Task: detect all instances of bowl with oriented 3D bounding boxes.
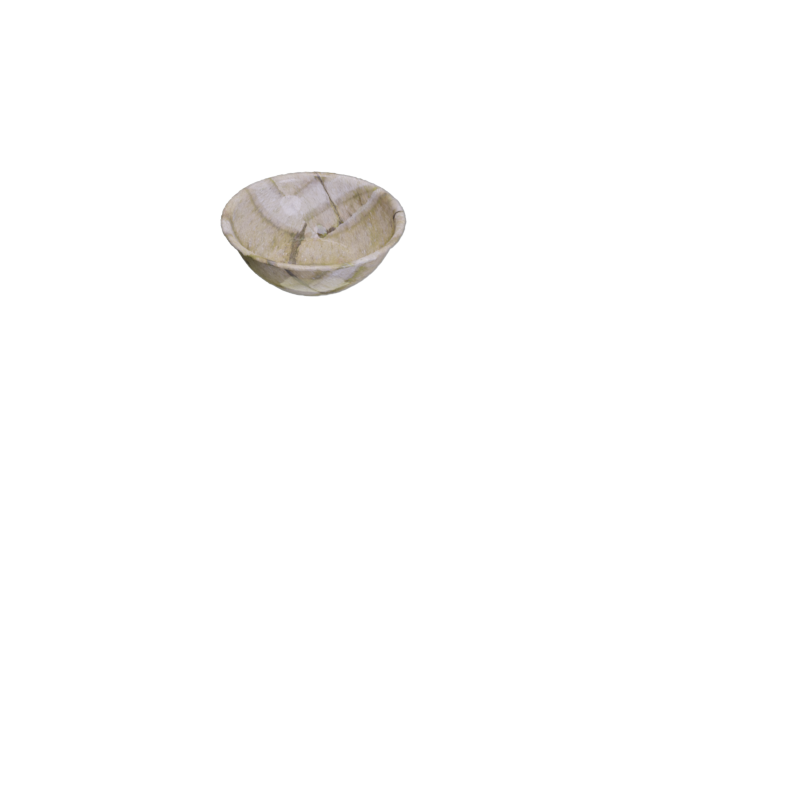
[{"bbox_3d":[-0.077,-0.140,0.979,0.162,0.051,0.174,-1,39,-2],"label":"bowl"}]
